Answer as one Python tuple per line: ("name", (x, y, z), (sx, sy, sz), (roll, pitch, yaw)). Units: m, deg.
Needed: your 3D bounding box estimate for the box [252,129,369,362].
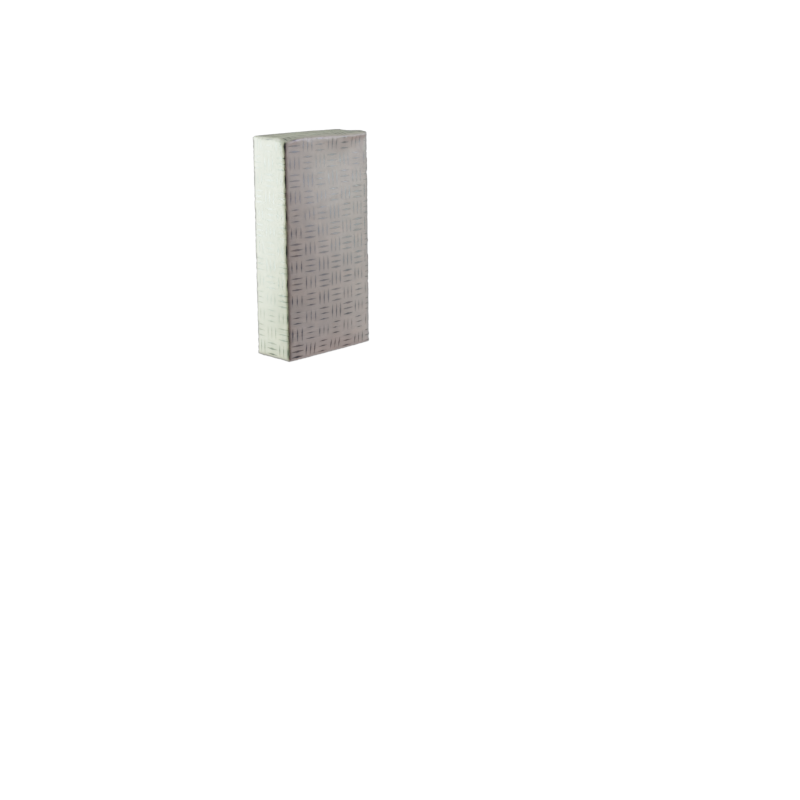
("box", (-0.070, -0.127, 0.893), (0.051, 0.171, 0.091), (13, 18, 43))
